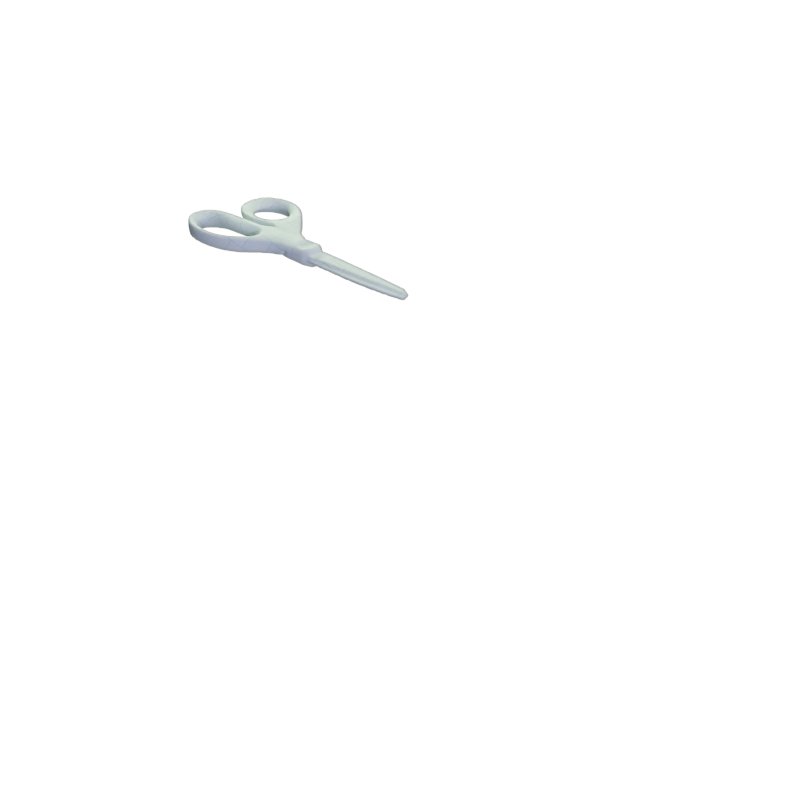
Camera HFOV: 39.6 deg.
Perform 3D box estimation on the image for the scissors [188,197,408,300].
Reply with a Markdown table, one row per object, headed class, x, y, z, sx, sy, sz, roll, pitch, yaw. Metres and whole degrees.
| class | x | y | z | sx | sy | sz | roll | pitch | yaw |
| --- | --- | --- | --- | --- | --- | --- | --- | --- | --- |
| scissors | -0.064 | -0.117 | 0.822 | 0.211 | 0.015 | 0.097 | 17 | 35 | 26 |
